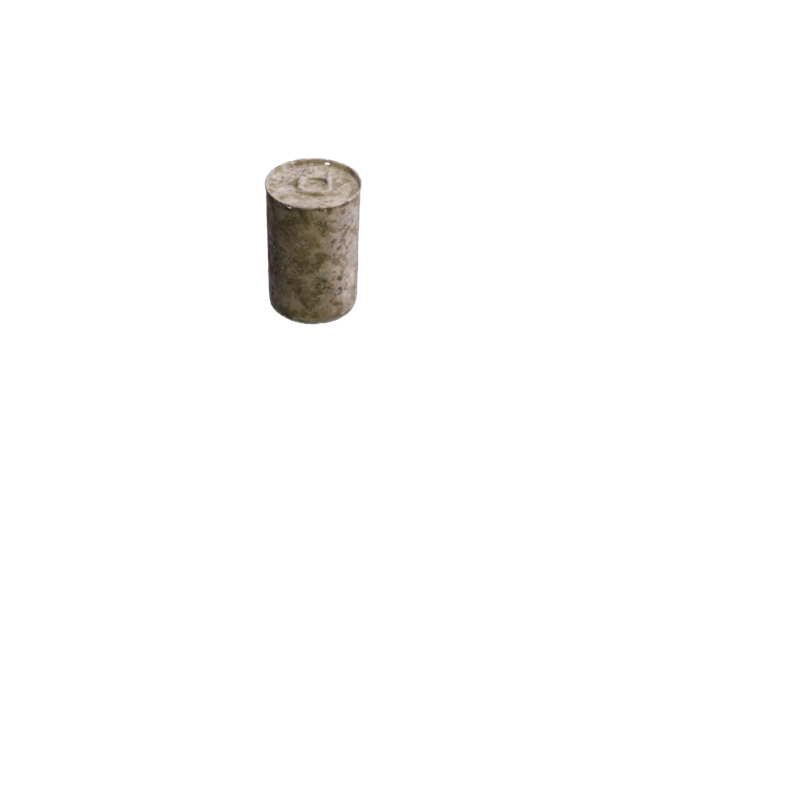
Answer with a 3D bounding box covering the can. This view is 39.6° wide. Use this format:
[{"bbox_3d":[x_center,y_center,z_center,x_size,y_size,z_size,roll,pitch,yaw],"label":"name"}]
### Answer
[{"bbox_3d":[-0.063,-0.115,0.802,0.068,0.095,0.073,0,38,-3],"label":"can"}]
